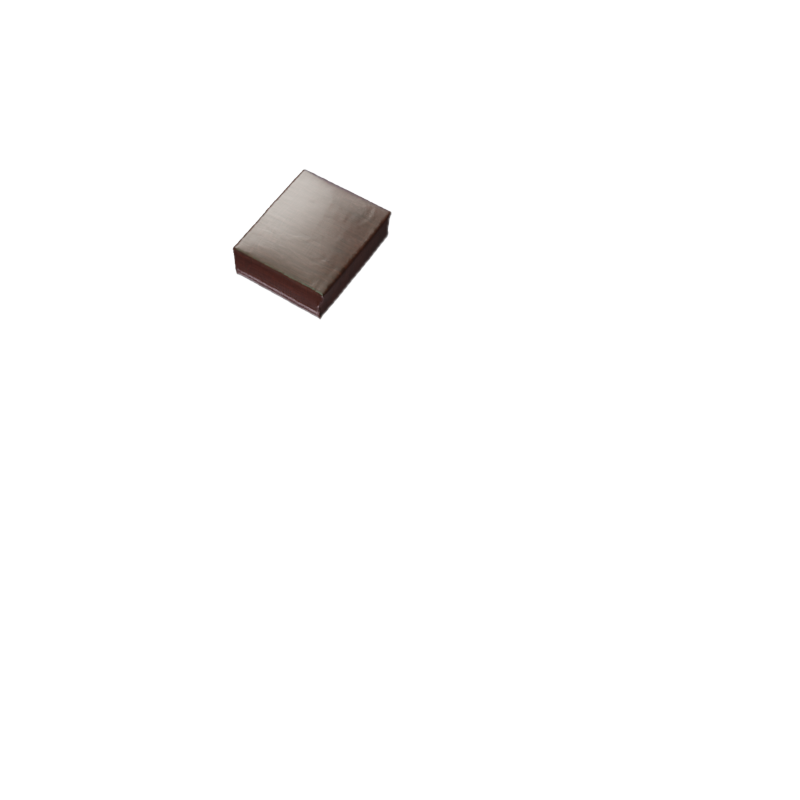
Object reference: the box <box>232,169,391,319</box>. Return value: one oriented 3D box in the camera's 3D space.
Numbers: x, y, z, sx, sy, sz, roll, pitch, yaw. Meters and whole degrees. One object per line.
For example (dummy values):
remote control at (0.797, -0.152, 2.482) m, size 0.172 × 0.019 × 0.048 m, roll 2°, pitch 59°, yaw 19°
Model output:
box at (-0.074, -0.134, 0.938) m, size 0.093 × 0.117 × 0.036 m, roll 26°, pitch -31°, yaw 17°
